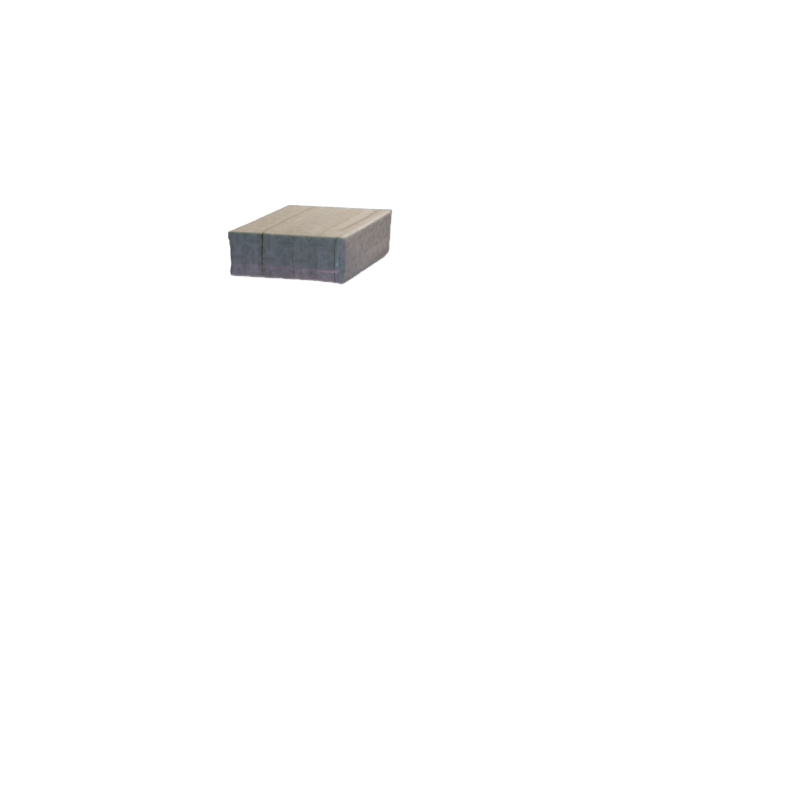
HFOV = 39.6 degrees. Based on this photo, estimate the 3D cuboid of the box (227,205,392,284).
[{"bbox_3d":[-0.065,-0.119,0.832,0.092,0.038,0.114,6,19,19],"label":"box"}]
